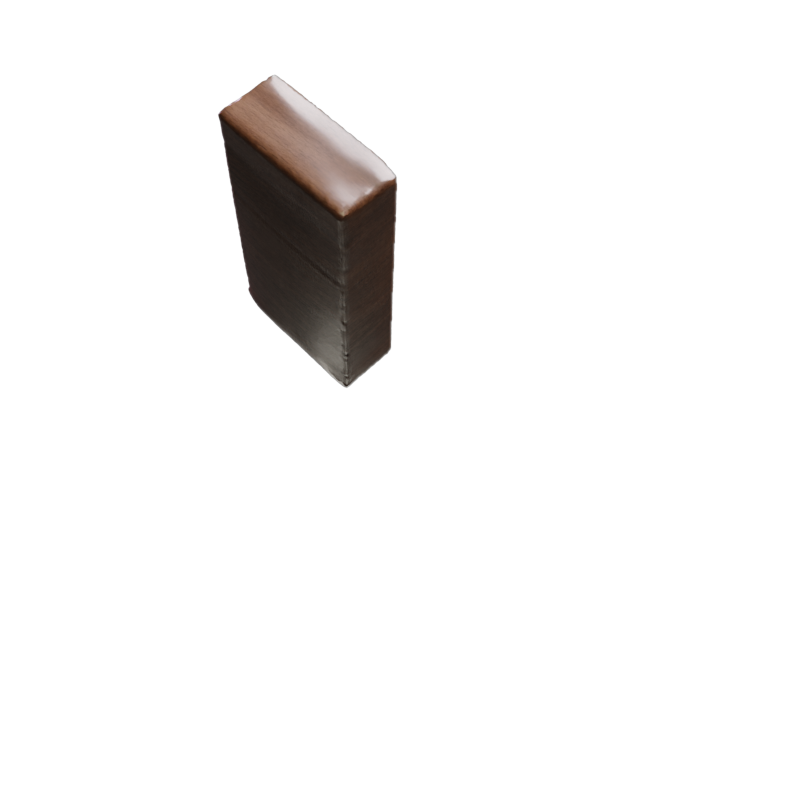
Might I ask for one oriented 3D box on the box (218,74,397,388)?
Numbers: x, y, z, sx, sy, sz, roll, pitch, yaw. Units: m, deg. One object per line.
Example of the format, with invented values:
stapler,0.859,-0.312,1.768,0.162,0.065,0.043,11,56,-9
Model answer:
box,-0.047,-0.087,0.608,0.048,0.099,0.165,-38,-21,-22
